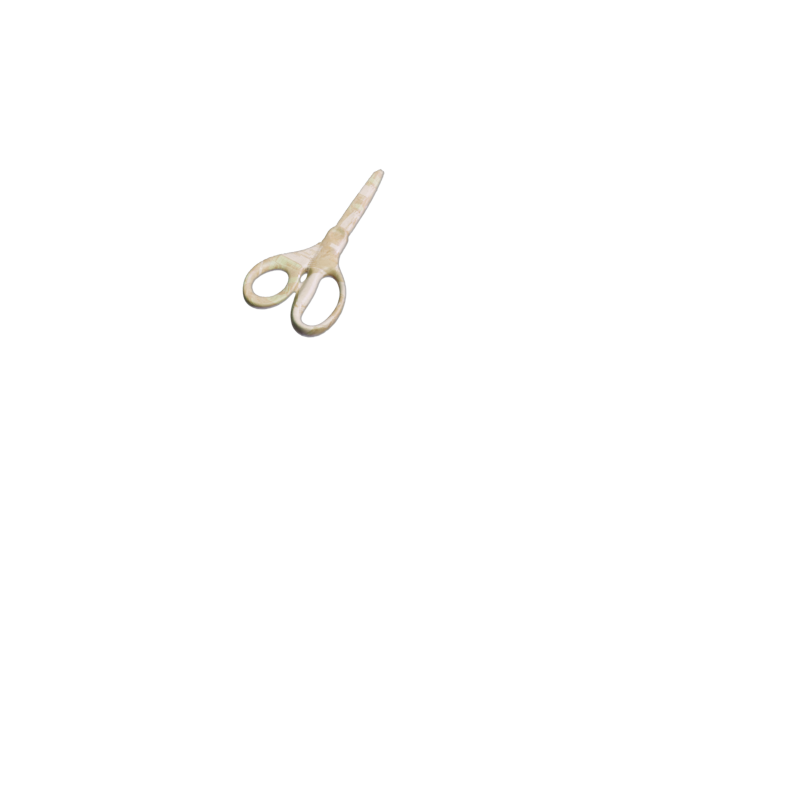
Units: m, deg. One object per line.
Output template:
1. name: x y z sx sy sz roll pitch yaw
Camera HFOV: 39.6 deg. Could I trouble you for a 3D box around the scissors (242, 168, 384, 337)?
1. scissors: -0.075 -0.138 0.964 0.097 0.214 0.015 6 -40 5
